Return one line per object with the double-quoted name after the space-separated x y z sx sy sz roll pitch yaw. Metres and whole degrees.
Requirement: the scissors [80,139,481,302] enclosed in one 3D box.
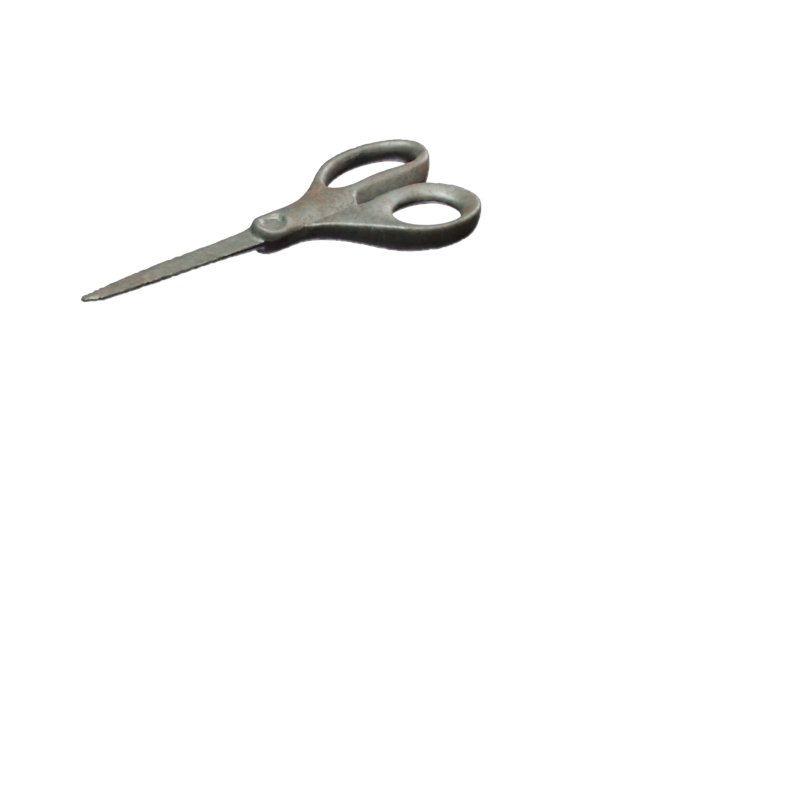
-0.041 -0.074 0.519 0.102 0.015 0.204 26 46 28 "scissors"
